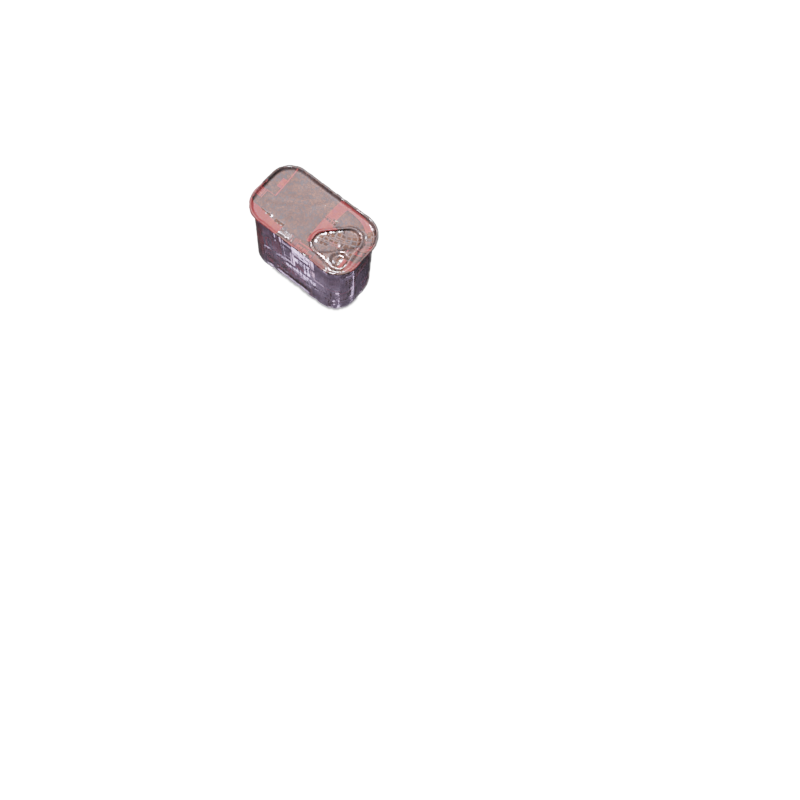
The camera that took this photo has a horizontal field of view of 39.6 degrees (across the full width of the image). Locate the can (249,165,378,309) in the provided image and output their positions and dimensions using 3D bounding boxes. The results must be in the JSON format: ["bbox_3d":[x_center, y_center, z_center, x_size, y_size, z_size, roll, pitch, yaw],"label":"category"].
[{"bbox_3d":[-0.069,-0.126,0.885,0.106,0.058,0.080,38,-18,13],"label":"can"}]
